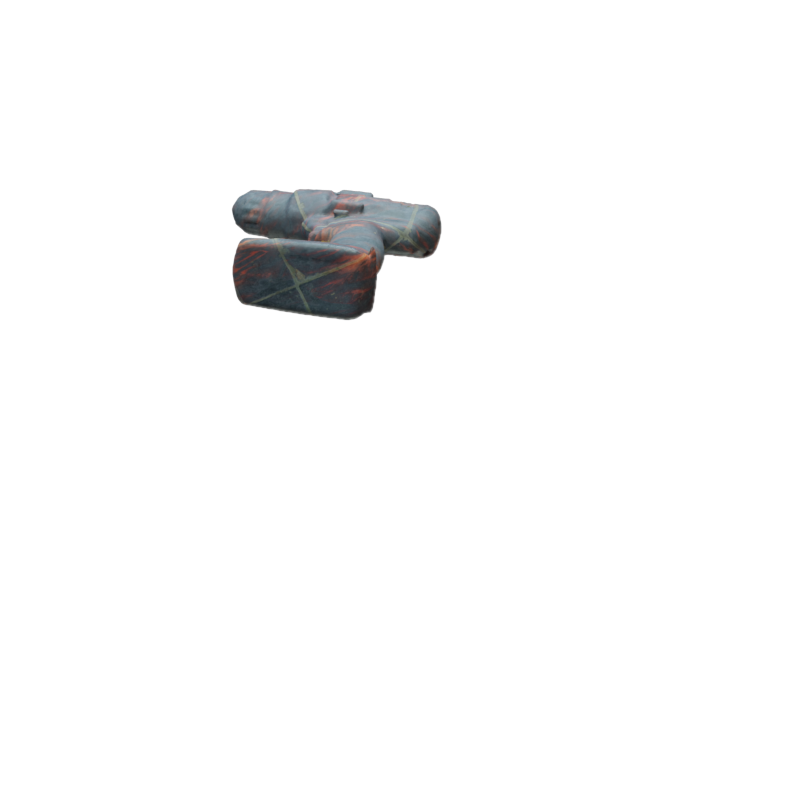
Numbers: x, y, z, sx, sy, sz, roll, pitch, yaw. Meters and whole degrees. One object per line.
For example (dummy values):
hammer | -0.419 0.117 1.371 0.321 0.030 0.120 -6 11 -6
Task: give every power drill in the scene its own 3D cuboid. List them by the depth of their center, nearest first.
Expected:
power drill | -0.070 -0.128 0.895 0.188 0.055 0.193 6 25 12
